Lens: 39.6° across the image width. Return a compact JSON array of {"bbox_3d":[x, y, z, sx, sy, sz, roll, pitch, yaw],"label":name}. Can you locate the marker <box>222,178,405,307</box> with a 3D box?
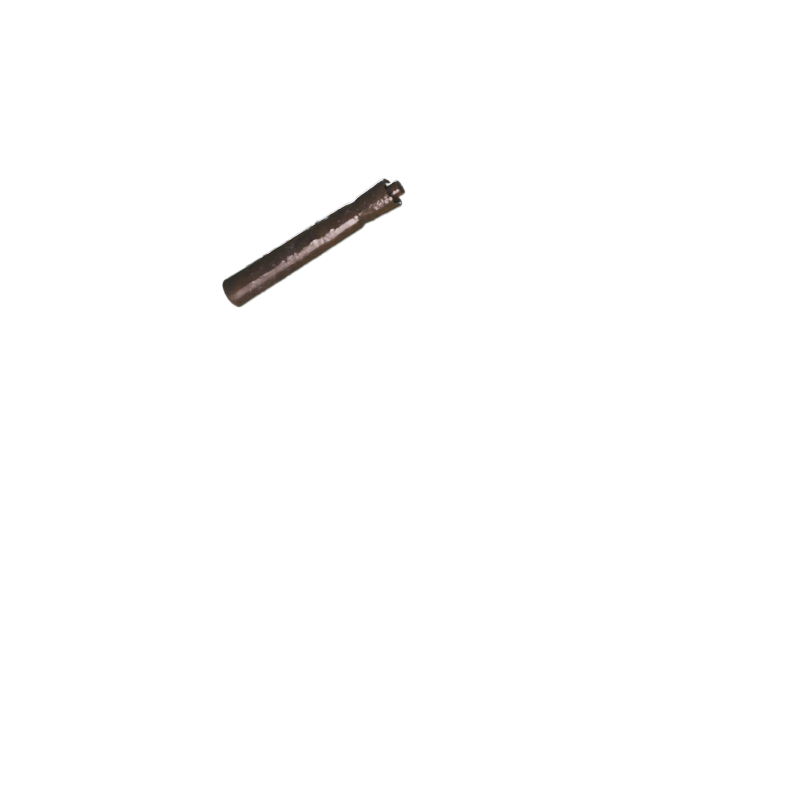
[{"bbox_3d":[-0.049,-0.090,0.627,0.121,0.020,0.019,-29,-7,21],"label":"marker"}]
